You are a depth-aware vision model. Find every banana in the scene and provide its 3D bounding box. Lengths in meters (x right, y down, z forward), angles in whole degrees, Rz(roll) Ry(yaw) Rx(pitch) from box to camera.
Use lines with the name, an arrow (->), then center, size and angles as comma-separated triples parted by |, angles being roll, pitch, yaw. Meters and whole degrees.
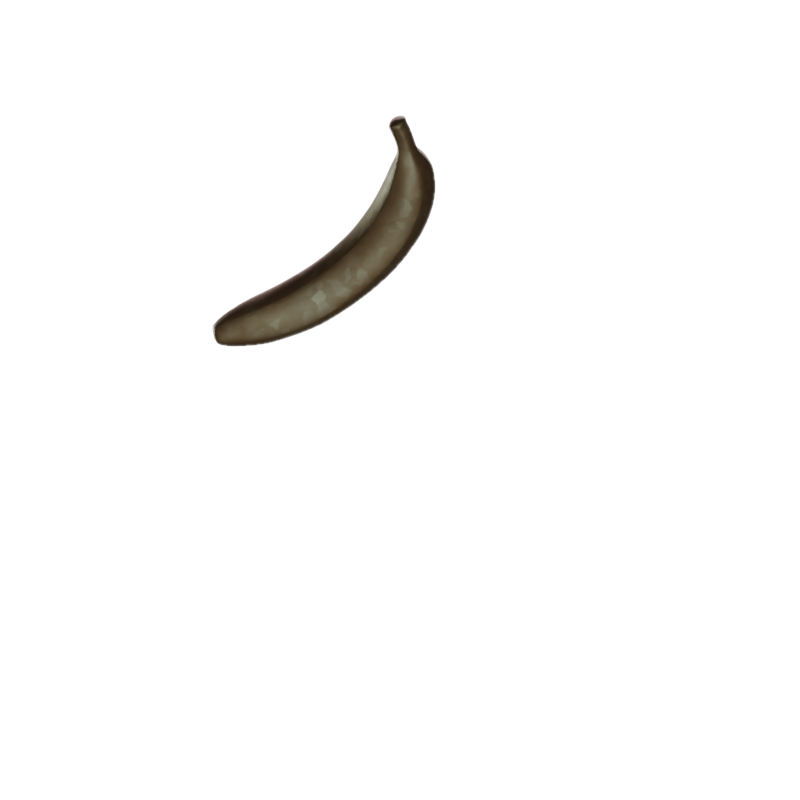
banana -> -0.039, -0.094, 0.711 | 0.067, 0.194, 0.039 | 36, 22, -19
